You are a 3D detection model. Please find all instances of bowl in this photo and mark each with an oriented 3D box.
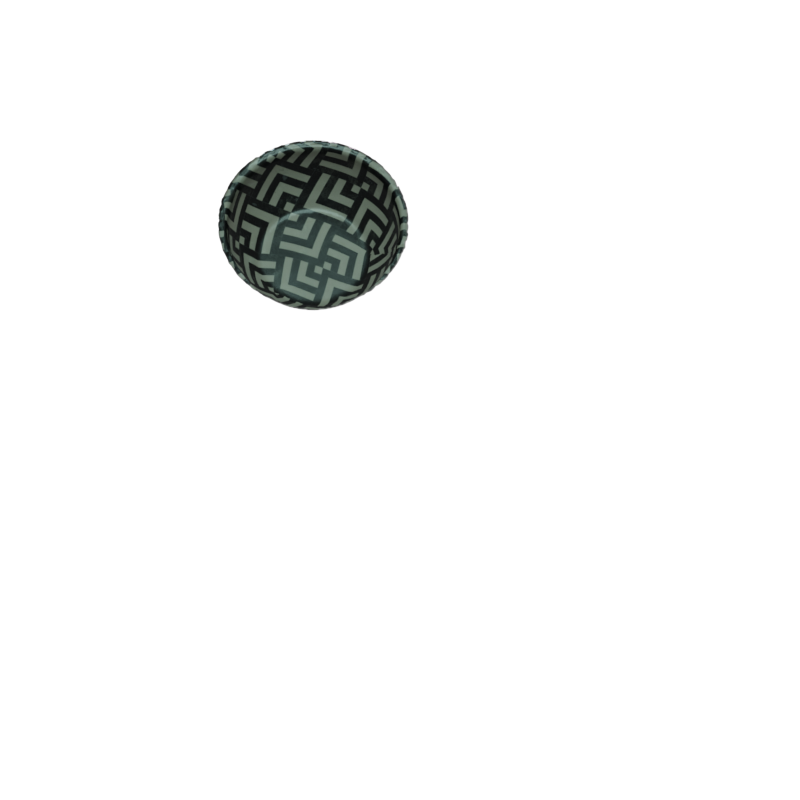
[{"bbox_3d":[-0.072,-0.131,0.919,0.162,0.152,0.059,1,32,-1],"label":"bowl"}]
